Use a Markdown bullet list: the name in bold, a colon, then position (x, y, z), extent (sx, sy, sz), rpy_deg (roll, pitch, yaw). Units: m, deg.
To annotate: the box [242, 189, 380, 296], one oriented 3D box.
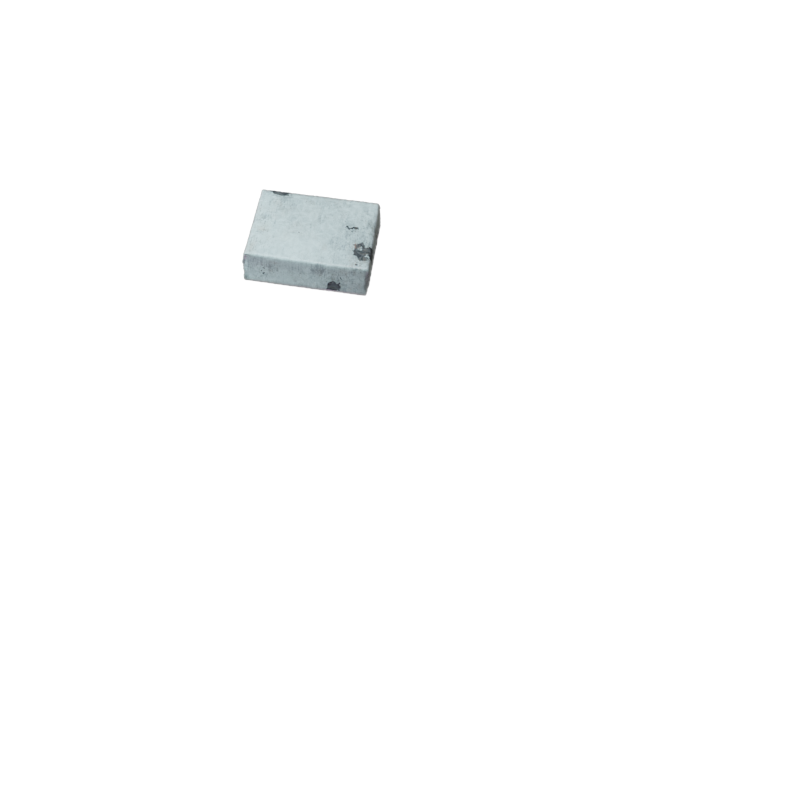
- **box**: position (-0.078, -0.142, 0.995), extent (0.114, 0.036, 0.096), rpy_deg (5, 45, 5)
